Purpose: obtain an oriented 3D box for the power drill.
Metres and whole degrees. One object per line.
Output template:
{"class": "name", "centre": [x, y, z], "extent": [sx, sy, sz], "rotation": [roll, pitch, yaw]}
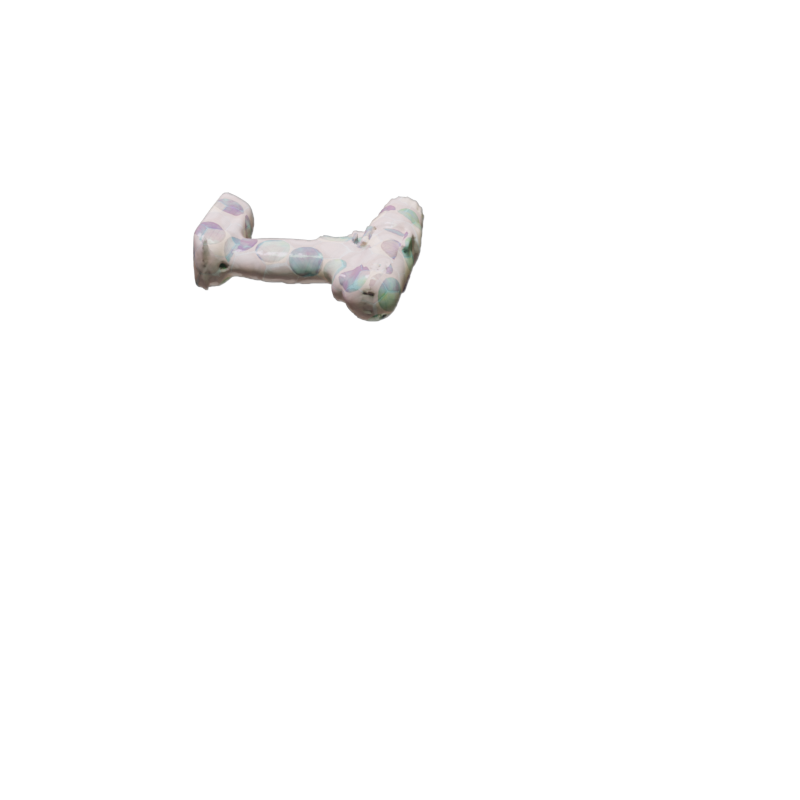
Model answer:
{"class": "power drill", "centre": [-0.076, -0.139, 0.976], "extent": [0.191, 0.054, 0.192], "rotation": [6, 32, 10]}
